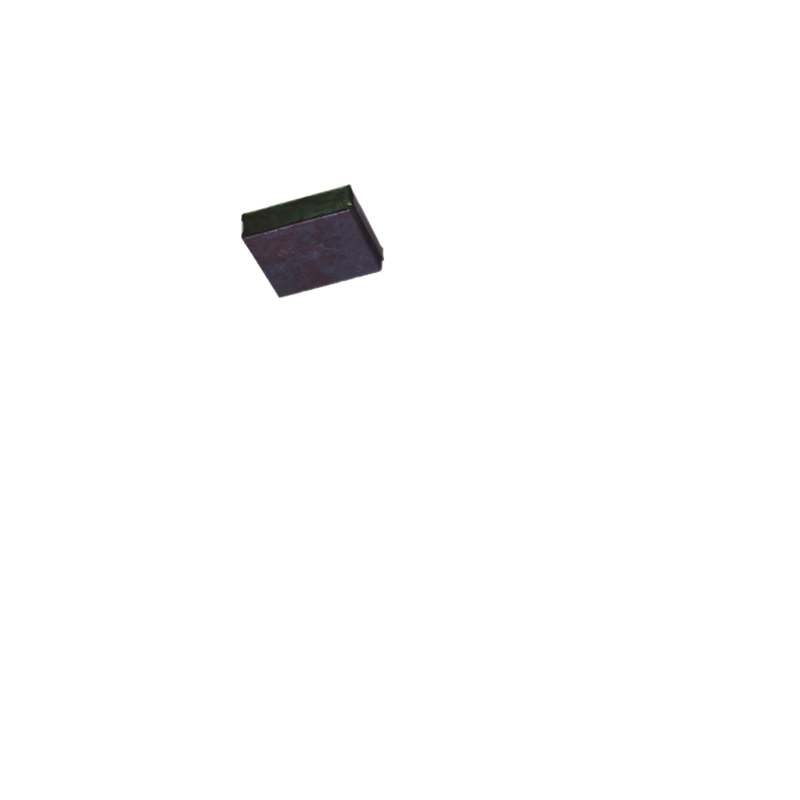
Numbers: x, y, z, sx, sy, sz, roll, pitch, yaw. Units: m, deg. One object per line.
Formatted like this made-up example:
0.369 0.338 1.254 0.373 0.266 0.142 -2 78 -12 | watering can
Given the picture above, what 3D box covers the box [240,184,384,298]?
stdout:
-0.065 -0.119 0.835 0.090 0.032 0.067 -14 -41 15 | box
